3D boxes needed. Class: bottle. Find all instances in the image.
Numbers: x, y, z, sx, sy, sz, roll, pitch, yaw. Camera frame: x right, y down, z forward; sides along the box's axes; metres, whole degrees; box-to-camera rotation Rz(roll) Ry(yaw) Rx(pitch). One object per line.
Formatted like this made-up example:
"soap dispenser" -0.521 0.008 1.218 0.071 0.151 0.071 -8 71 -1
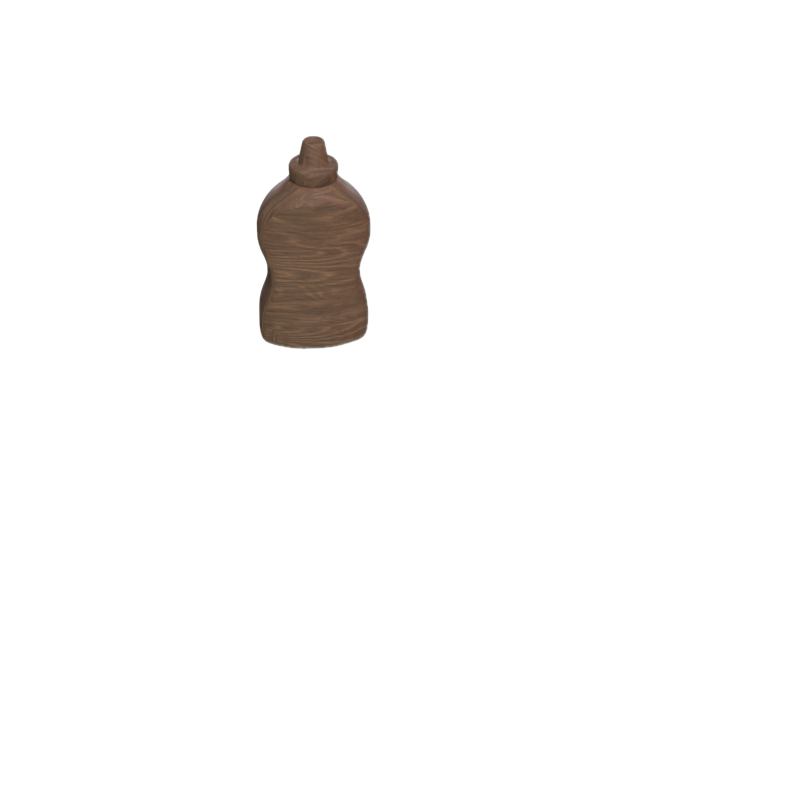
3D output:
"bottle" -0.074 -0.135 0.945 0.096 0.180 0.062 -1 35 -4
